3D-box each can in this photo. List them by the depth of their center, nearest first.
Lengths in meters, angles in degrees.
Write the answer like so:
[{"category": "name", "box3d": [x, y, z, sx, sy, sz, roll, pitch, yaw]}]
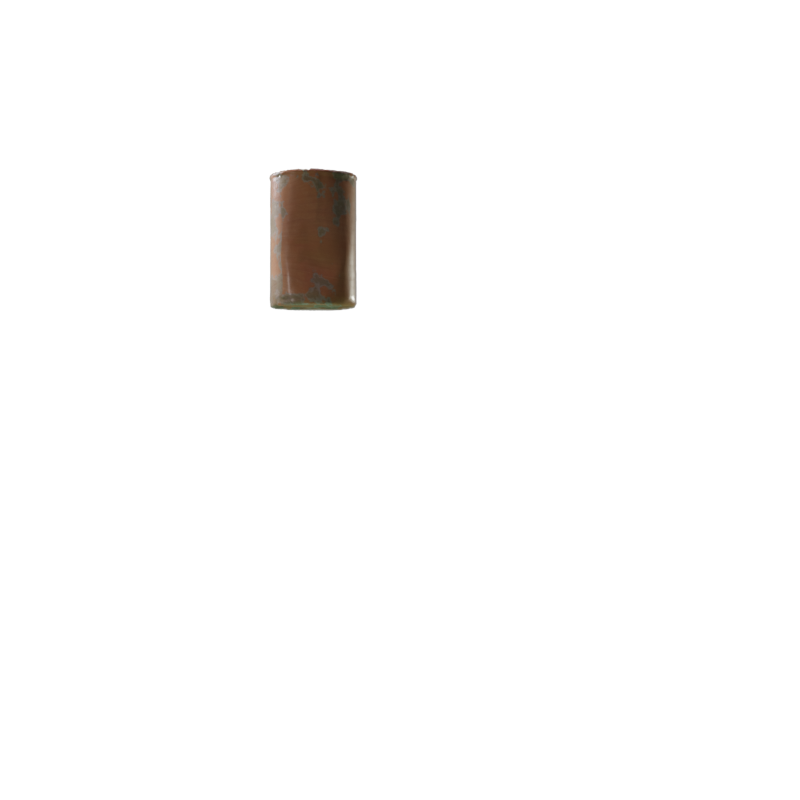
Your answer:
[{"category": "can", "box3d": [-0.067, -0.122, 0.853, 0.068, 0.104, 0.068, 0, -5, -2]}]
